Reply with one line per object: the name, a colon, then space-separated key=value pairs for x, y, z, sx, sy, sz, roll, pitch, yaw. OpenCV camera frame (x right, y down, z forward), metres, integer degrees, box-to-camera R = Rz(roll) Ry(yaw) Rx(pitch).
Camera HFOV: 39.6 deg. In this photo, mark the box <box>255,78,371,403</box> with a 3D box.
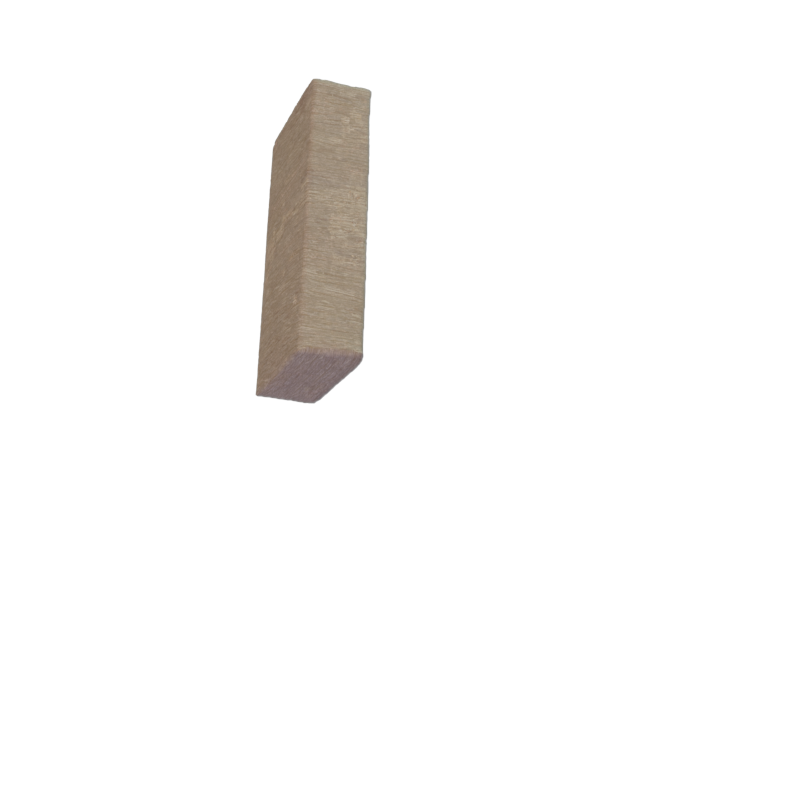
box: x=-0.053 y=-0.096 z=0.676 sx=0.047 sy=0.186 sz=0.091 roll=7 pitch=-24 yaw=-20
